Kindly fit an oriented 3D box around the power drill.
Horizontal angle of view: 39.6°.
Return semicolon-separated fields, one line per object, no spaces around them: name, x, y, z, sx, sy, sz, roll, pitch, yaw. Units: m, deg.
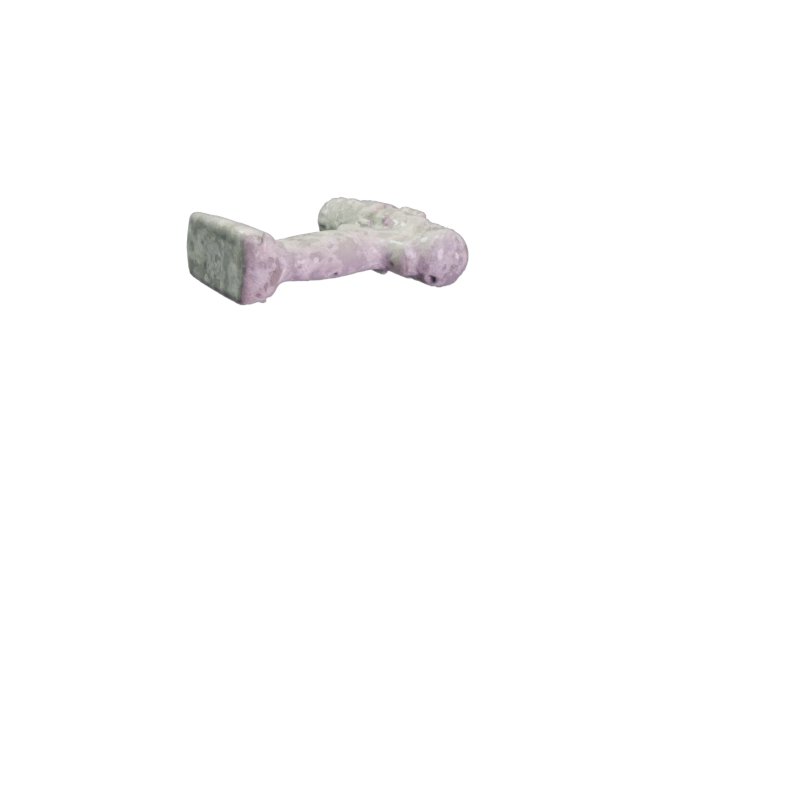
power drill;-0.068;-0.124;0.871;0.183;0.055;0.196;-11;22;-30
